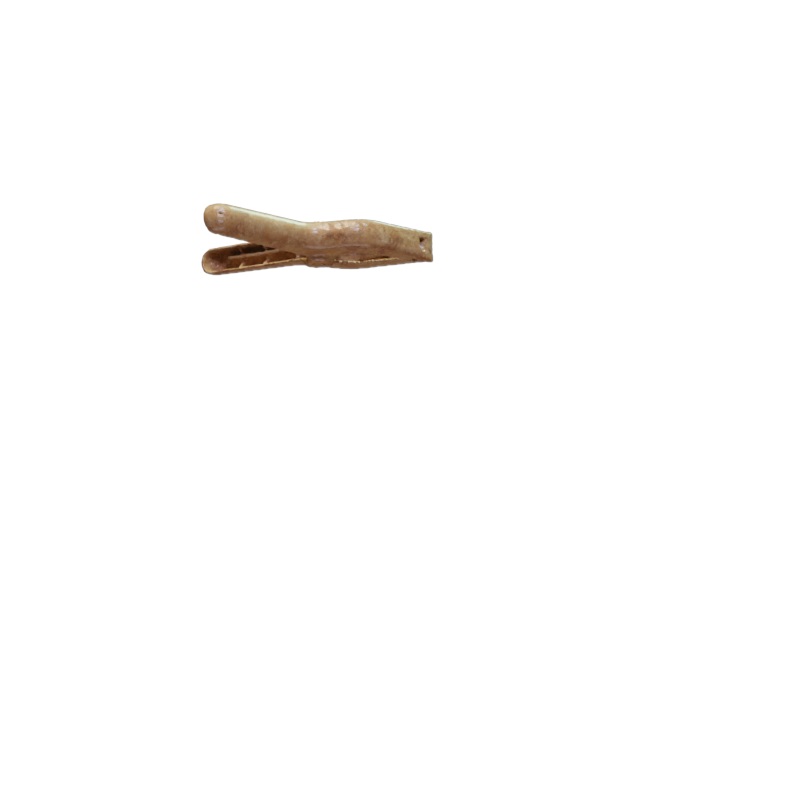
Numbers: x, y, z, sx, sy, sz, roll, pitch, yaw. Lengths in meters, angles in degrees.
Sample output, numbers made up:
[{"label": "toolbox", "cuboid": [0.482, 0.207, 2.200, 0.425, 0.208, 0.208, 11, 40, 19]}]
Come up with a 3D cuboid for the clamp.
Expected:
[{"label": "clamp", "cuboid": [-0.075, -0.137, 0.959, 0.210, 0.037, 0.160, 0, -7, -1]}]
